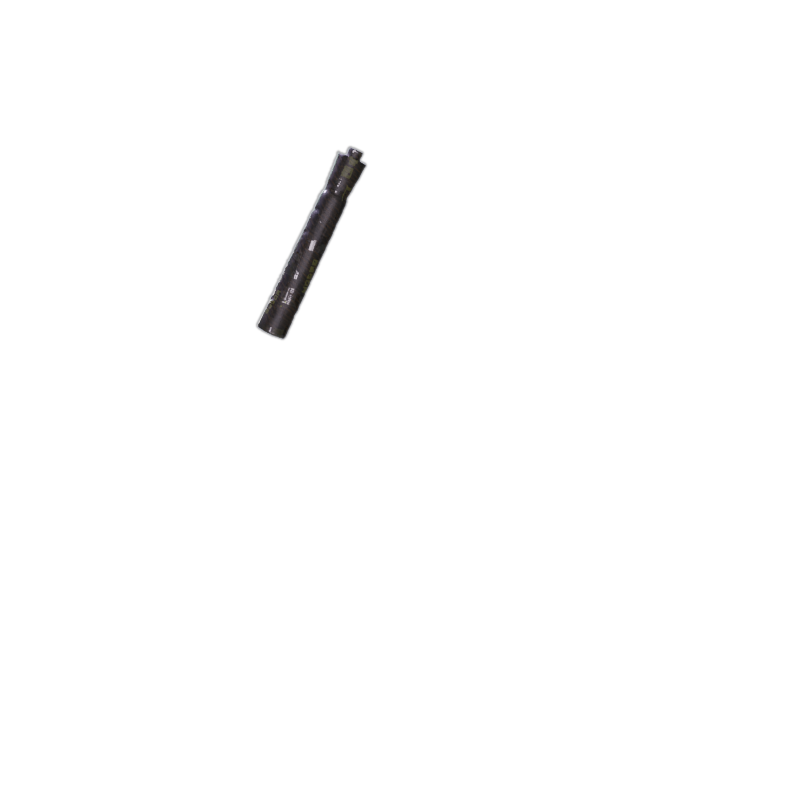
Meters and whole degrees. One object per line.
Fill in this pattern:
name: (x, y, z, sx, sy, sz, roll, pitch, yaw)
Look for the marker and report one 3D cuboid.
marker: (-0.052, -0.094, 0.662, 0.020, 0.120, 0.020, 25, 2, -5)
